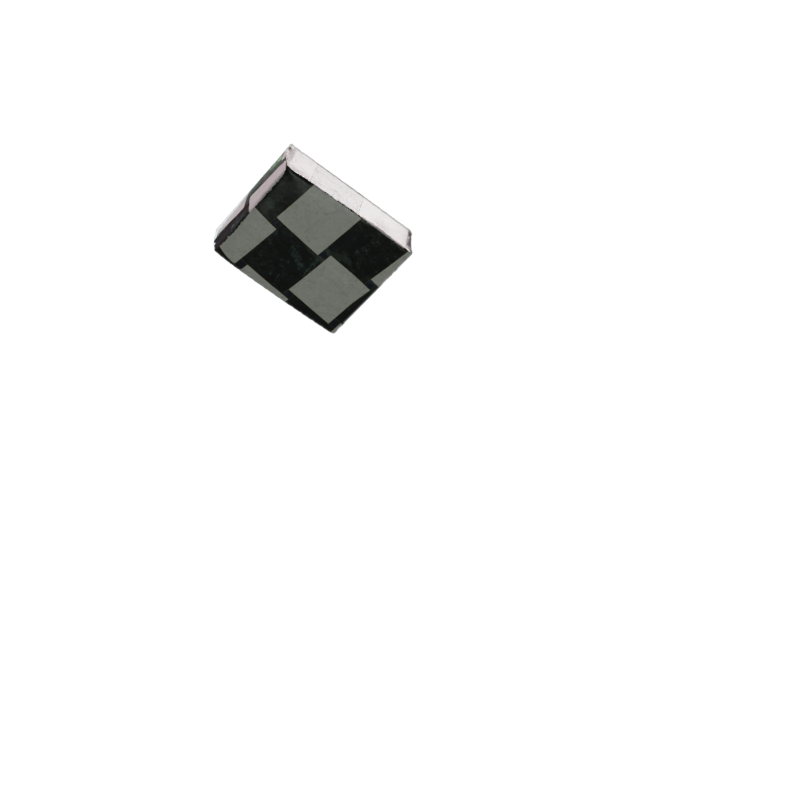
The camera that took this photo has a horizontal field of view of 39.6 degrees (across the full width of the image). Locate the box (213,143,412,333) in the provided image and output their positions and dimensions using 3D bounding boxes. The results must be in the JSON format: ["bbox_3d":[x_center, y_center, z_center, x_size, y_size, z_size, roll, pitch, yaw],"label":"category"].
[{"bbox_3d":[-0.061,-0.111,0.781,0.108,0.088,0.041,34,27,-20],"label":"box"}]
